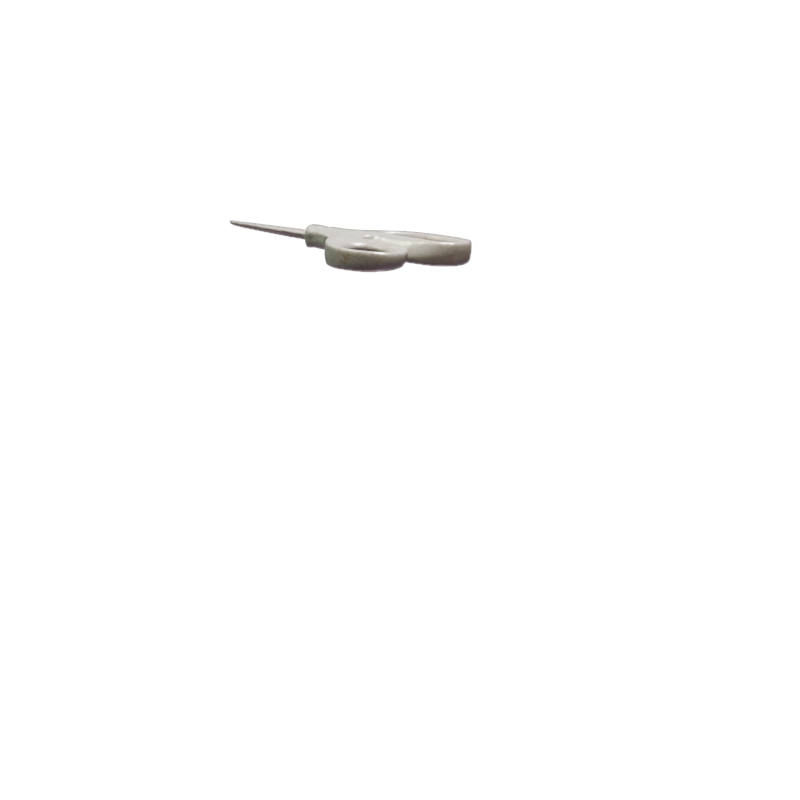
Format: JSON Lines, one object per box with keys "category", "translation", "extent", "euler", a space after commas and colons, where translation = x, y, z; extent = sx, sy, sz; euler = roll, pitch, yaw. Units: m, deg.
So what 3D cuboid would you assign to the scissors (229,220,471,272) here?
{"category": "scissors", "translation": [-0.055, -0.100, 0.698], "extent": [0.211, 0.015, 0.095], "euler": [10, 18, 31]}
